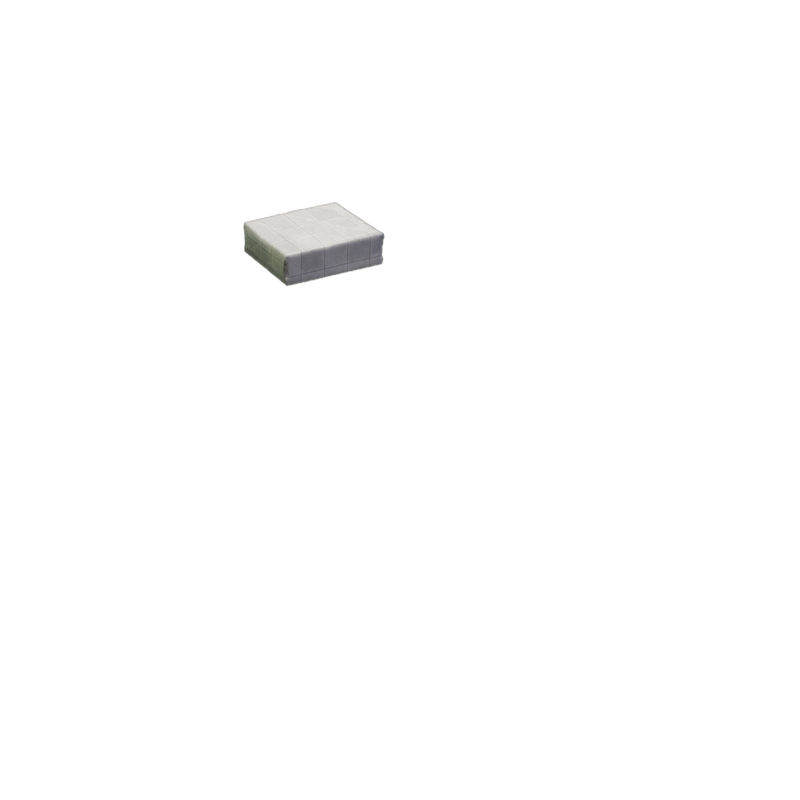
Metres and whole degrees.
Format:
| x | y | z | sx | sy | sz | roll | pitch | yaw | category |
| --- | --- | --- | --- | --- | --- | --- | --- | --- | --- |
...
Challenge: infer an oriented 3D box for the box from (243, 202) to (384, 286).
| x | y | z | sx | sy | sz | roll | pitch | yaw | category |
| --- | --- | --- | --- | --- | --- | --- | --- | --- | --- |
| -0.068 | -0.125 | 0.873 | 0.088 | 0.028 | 0.079 | -17 | 34 | -27 | box |
